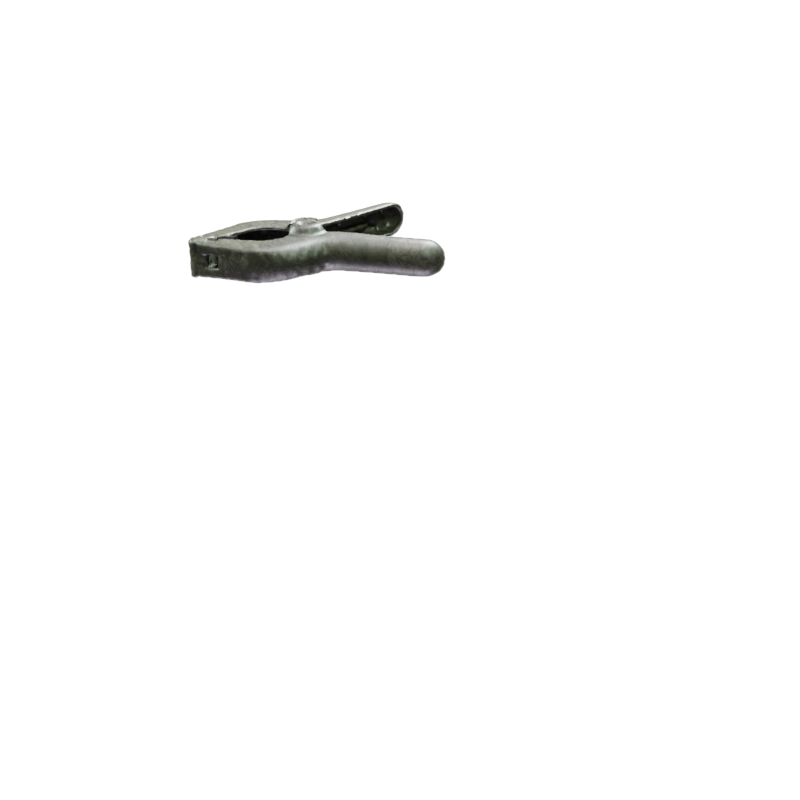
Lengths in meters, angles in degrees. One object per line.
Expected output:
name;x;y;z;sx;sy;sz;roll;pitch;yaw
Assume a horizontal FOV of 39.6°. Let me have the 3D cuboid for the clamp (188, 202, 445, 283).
clamp;-0.061;-0.112;0.782;0.171;0.038;0.125;-1;18;-3
